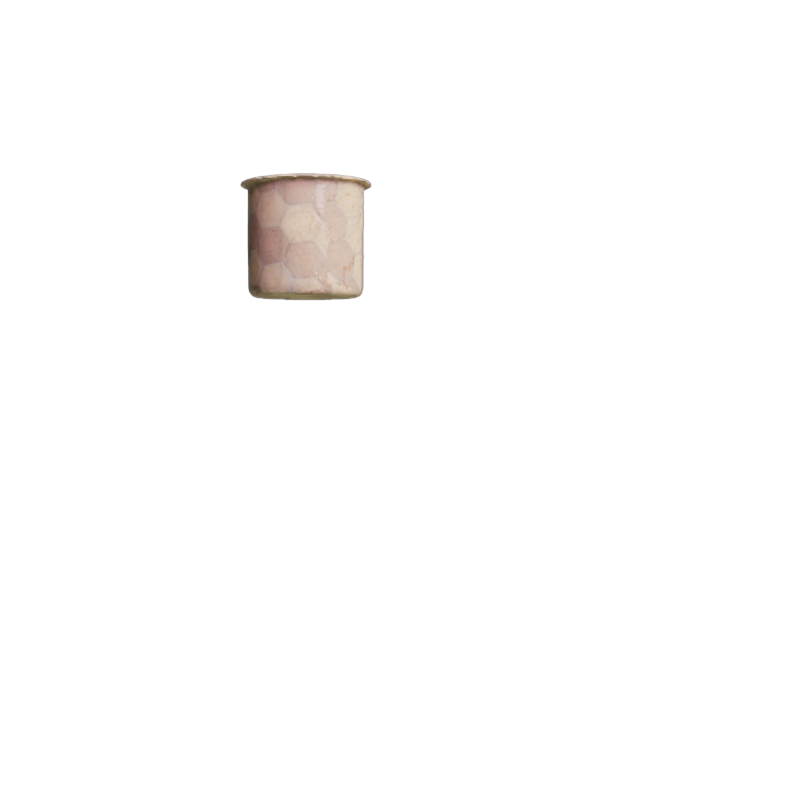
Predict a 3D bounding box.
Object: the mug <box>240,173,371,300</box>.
[{"bbox_3d":[-0.062,-0.113,0.793,0.096,0.082,0.113,-1,-1,23],"label":"mug"}]
